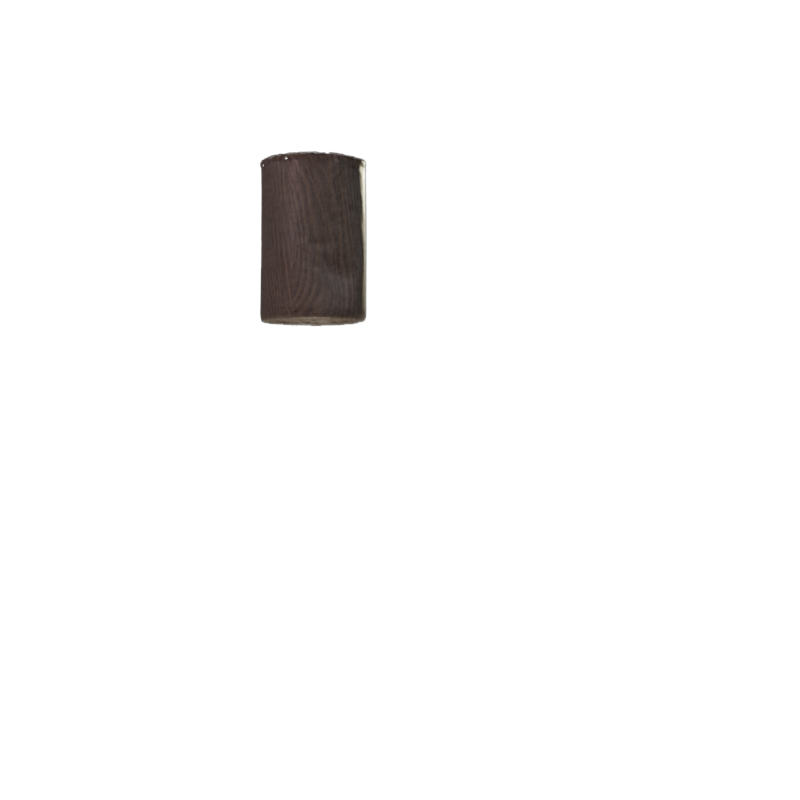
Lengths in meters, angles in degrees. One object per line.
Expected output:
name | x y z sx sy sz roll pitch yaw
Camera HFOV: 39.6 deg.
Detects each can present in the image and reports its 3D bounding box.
can | -0.055 -0.100 0.700 0.068 0.104 0.068 0 -5 -2
